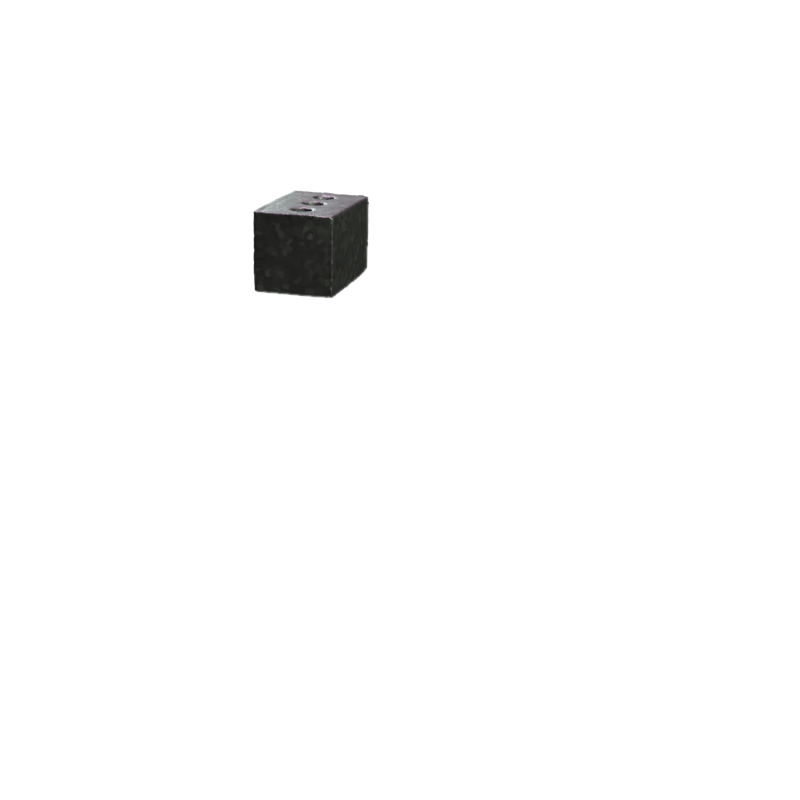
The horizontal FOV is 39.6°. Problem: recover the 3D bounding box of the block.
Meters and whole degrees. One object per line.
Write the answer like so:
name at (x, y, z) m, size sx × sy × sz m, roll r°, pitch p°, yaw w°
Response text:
block at (-0.055, -0.100, 0.700) m, size 0.054 × 0.049 × 0.079 m, roll 5°, pitch 19°, yaw 14°
